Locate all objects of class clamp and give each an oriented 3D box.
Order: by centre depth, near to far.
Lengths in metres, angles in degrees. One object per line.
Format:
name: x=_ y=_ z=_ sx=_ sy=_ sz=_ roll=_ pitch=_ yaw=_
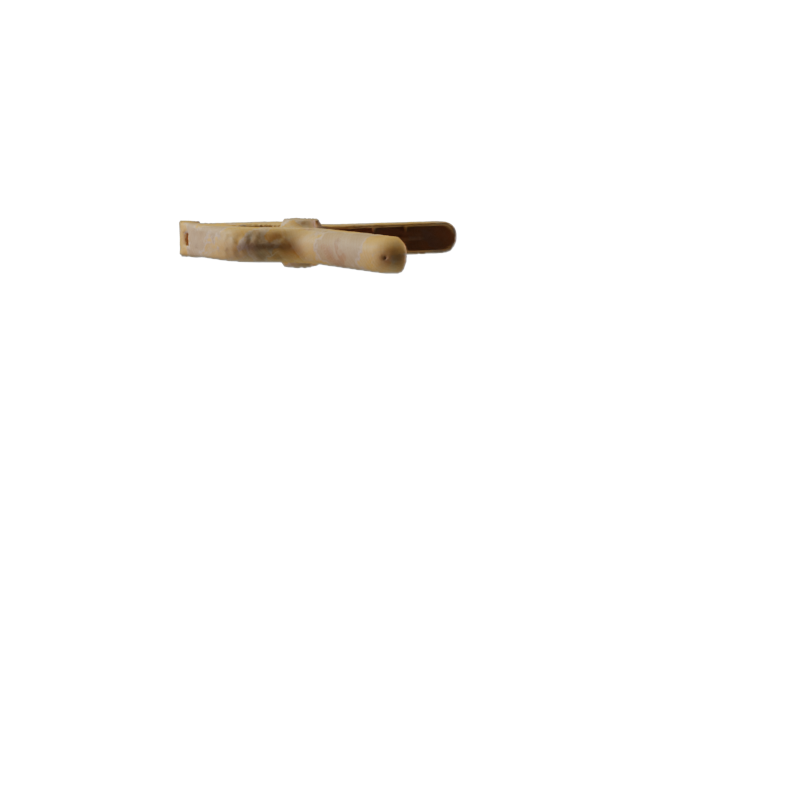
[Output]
clamp: x=-0.066 y=-0.120 z=0.838 sx=0.217 sy=0.036 sz=0.162 roll=6 pitch=13 yaw=24
